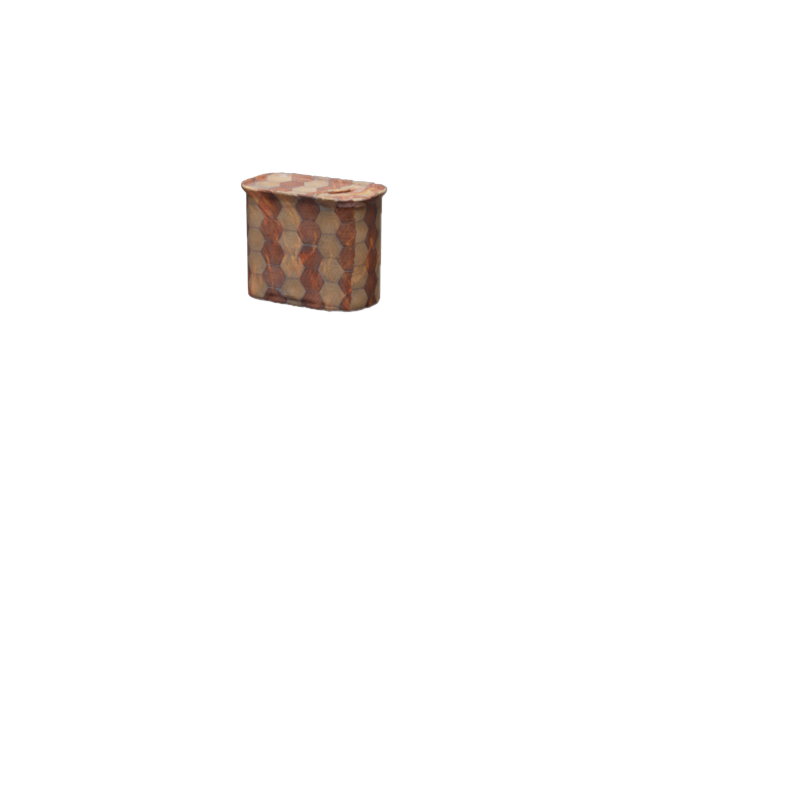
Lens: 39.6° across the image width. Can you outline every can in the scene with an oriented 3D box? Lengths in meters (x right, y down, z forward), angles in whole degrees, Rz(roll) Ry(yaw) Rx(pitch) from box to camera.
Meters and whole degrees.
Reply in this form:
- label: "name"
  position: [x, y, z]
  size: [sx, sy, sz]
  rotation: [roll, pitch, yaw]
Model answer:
- label: "can"
  position: [-0.062, -0.113, 0.790]
  size: [0.106, 0.081, 0.057]
  rotation: [11, 21, 26]
